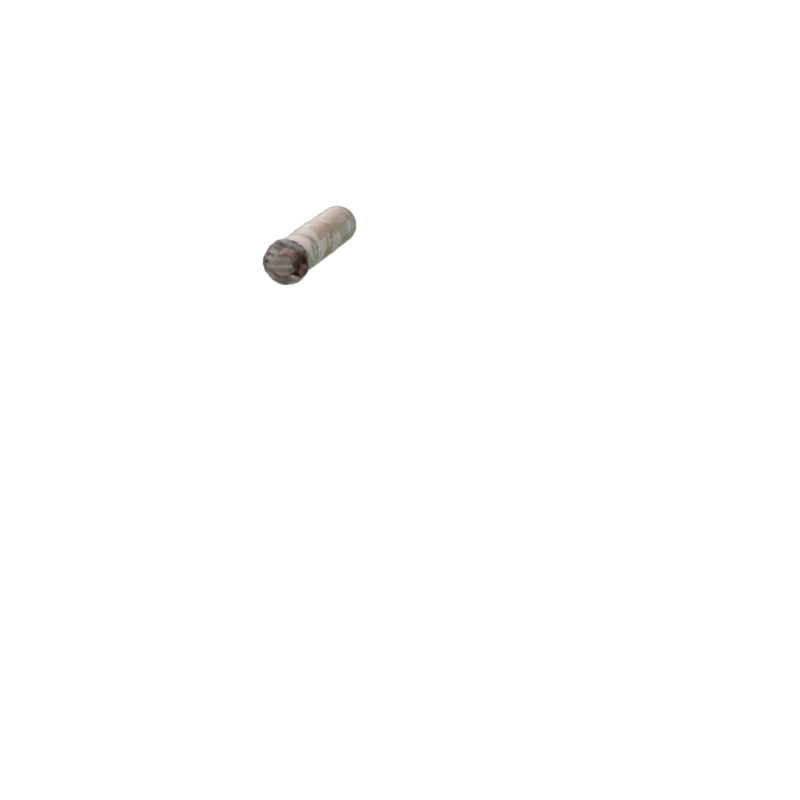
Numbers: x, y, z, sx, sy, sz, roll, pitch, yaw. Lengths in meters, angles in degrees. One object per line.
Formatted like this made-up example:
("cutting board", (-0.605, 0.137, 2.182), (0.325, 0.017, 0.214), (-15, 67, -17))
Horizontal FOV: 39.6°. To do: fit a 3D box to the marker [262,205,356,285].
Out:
("marker", (-0.038, -0.070, 0.490), (0.020, 0.019, 0.123), (0, 16, 8))
